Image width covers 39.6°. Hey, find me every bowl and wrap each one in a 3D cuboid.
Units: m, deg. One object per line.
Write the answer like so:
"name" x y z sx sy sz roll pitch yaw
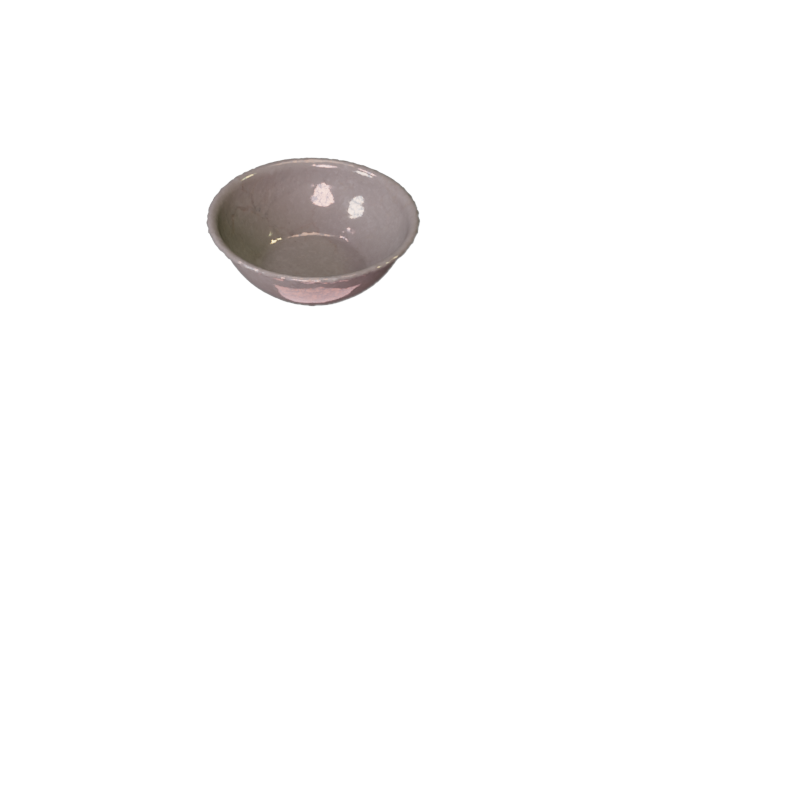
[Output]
"bowl" -0.067 -0.122 0.858 0.162 0.051 0.174 -1 42 -2
